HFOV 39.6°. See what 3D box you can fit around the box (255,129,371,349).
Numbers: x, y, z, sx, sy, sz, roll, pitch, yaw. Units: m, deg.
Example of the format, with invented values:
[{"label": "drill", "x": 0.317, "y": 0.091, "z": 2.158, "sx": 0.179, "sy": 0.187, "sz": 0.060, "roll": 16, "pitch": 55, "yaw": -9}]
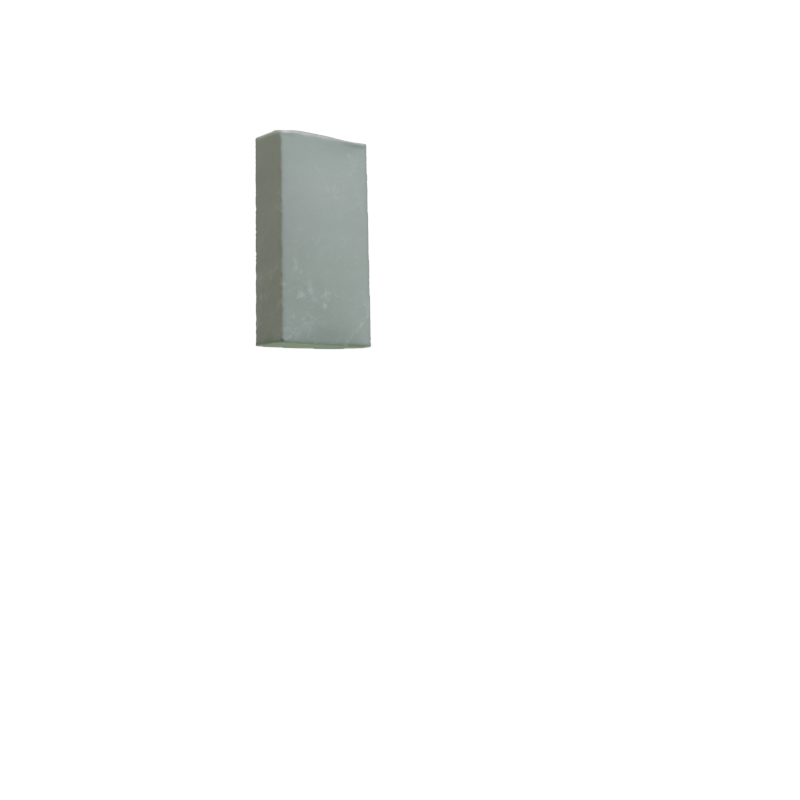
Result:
[{"label": "box", "x": -0.072, "y": -0.132, "z": 0.921, "sx": 0.089, "sy": 0.180, "sz": 0.049, "roll": 5, "pitch": -10, "yaw": -37}]
